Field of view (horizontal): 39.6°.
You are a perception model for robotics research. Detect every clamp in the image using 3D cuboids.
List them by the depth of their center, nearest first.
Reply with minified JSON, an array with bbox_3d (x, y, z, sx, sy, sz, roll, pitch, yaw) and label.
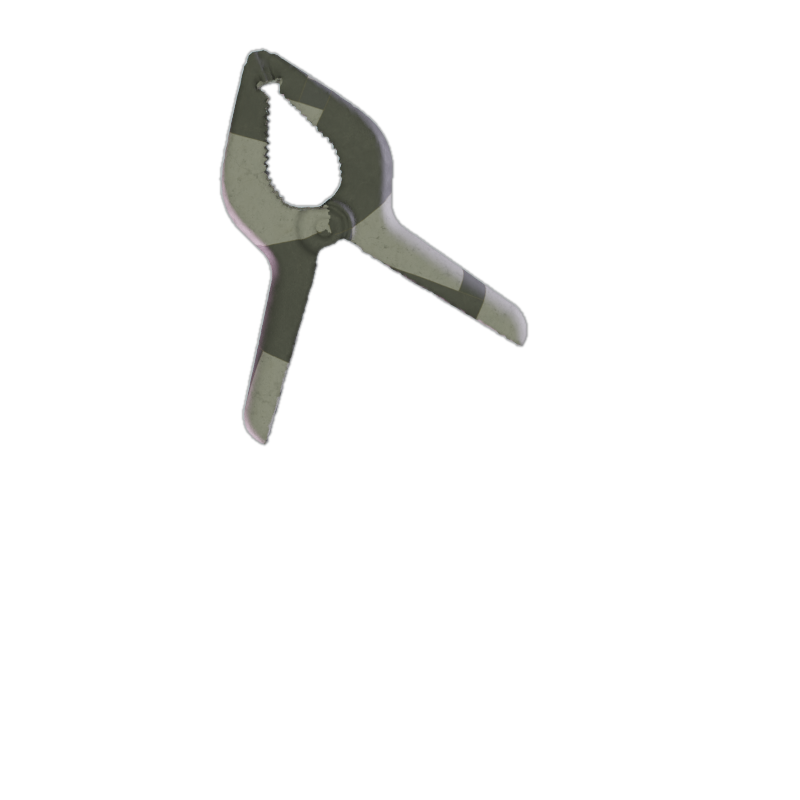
[{"bbox_3d":[-0.048,-0.087,0.607,0.164,0.207,0.037,-28,4,2],"label":"clamp"}]
